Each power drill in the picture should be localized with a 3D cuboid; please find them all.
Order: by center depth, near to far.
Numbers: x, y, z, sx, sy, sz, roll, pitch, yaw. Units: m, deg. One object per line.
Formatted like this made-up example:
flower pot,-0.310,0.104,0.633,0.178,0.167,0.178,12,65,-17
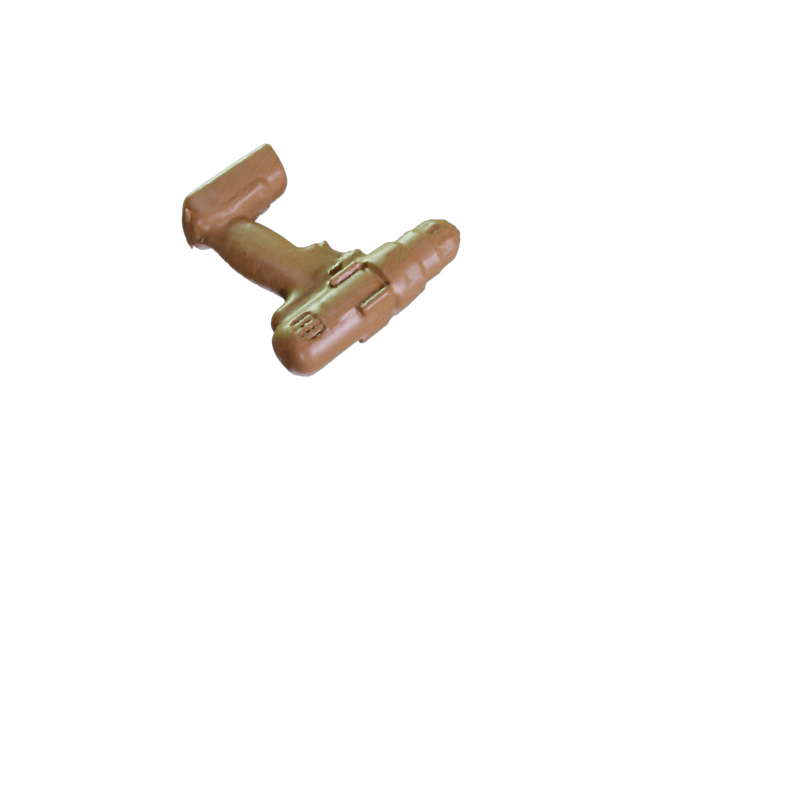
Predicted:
power drill,-0.070,-0.128,0.894,0.186,0.053,0.199,-38,62,-25
